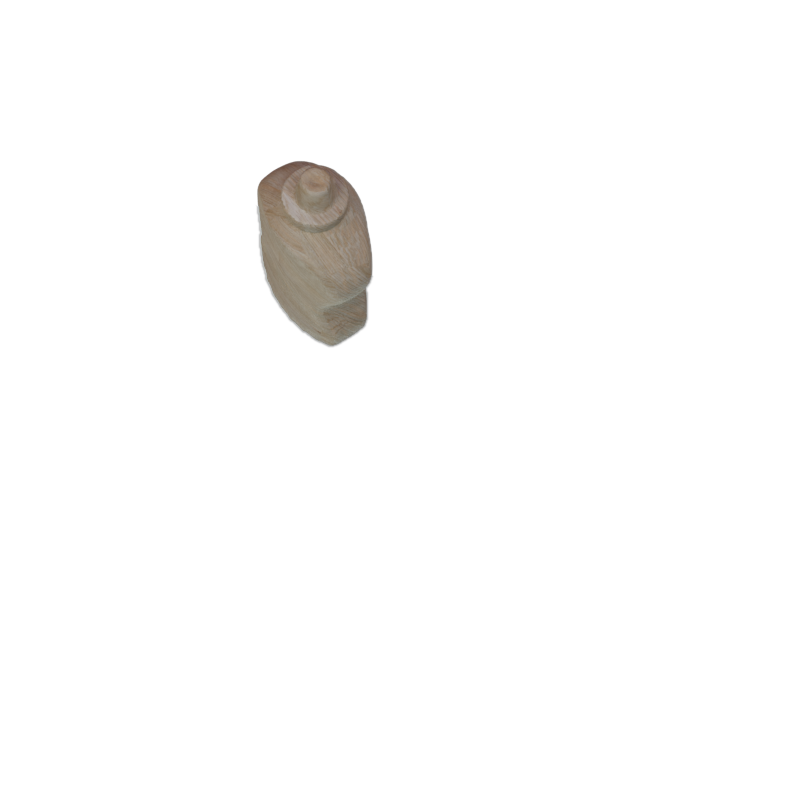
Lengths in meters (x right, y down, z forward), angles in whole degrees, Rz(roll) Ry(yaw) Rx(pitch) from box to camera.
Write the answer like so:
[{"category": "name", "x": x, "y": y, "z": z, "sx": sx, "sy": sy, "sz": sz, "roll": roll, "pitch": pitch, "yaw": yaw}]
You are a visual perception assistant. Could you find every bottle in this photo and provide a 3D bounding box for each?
[{"category": "bottle", "x": -0.057, "y": -0.104, "z": 0.729, "sx": 0.058, "sy": 0.100, "sz": 0.184, "roll": -31, "pitch": -12, "yaw": -11}]
